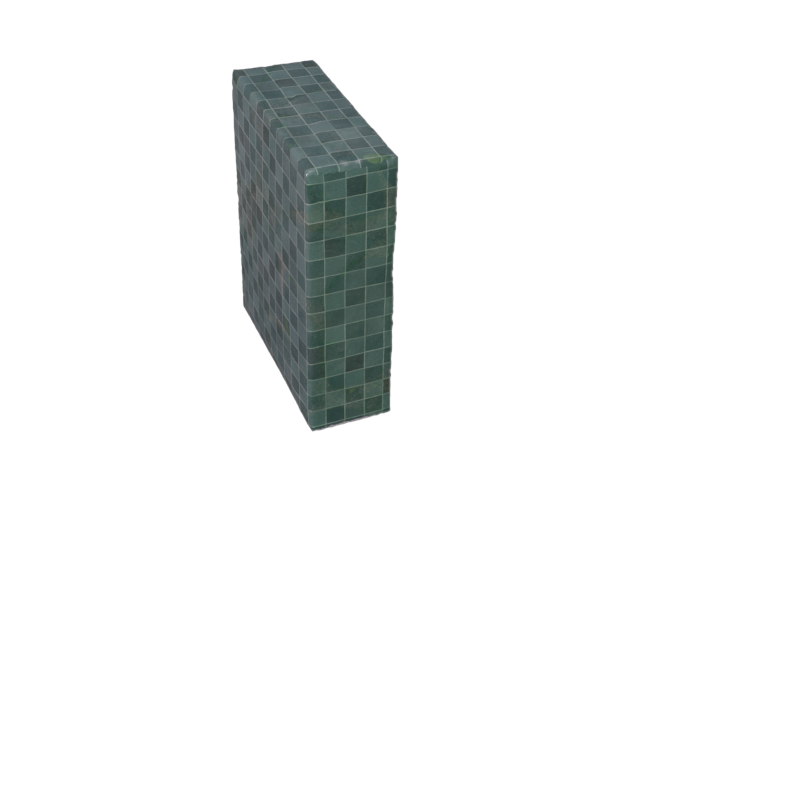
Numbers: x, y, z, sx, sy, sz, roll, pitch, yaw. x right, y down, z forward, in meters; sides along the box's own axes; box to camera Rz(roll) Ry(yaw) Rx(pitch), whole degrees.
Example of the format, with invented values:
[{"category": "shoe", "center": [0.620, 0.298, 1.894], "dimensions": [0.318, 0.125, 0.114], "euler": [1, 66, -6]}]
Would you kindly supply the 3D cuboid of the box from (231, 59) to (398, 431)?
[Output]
[{"category": "box", "center": [-0.062, -0.114, 0.797], "dimensions": [0.071, 0.200, 0.178], "euler": [-12, 39, -19]}]
